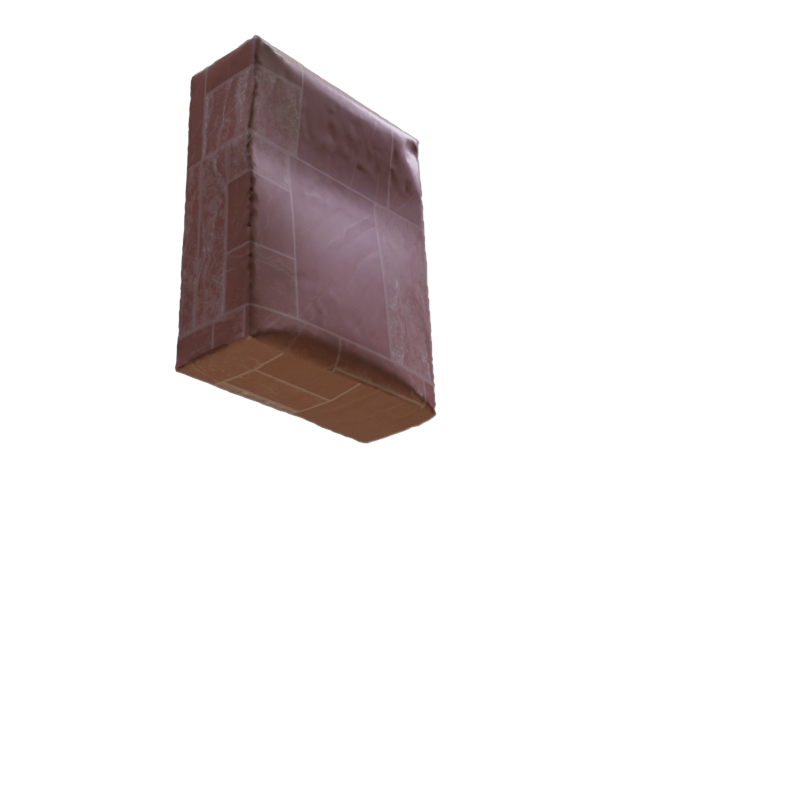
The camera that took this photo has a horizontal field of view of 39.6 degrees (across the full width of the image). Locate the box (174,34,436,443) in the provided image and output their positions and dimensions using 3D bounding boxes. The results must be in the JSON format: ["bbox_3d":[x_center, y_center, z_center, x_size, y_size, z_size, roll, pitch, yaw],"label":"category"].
[{"bbox_3d":[-0.055,-0.100,0.699,0.072,0.227,0.154,-25,-36,36],"label":"box"}]
